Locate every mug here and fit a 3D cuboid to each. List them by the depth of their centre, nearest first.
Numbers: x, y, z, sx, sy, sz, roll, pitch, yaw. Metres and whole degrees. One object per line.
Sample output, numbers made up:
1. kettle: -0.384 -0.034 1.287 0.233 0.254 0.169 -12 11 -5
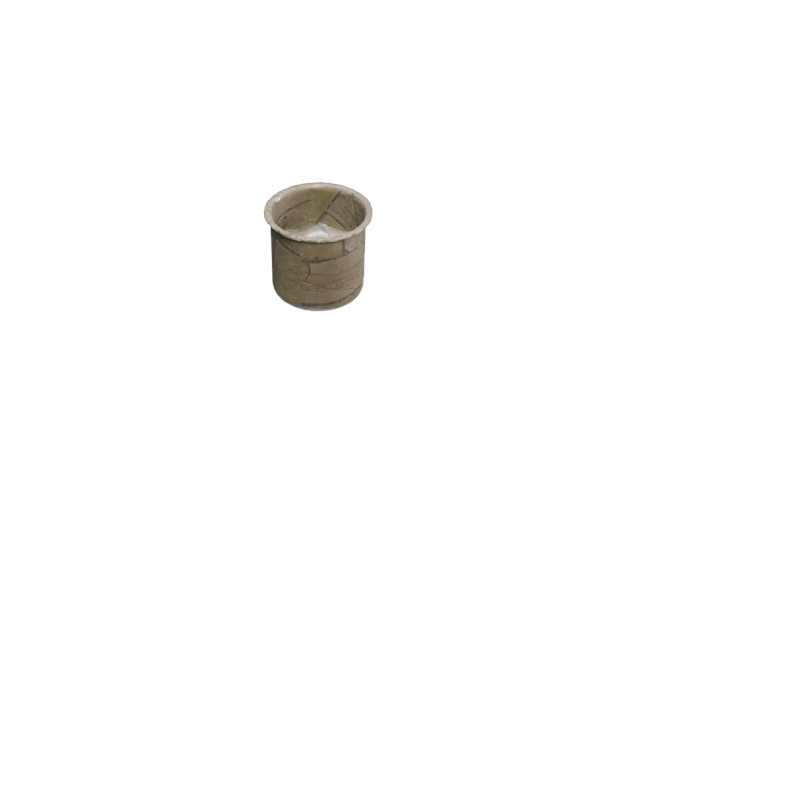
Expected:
1. mug: -0.076 -0.139 0.975 0.092 0.076 0.127 -14 41 -18
